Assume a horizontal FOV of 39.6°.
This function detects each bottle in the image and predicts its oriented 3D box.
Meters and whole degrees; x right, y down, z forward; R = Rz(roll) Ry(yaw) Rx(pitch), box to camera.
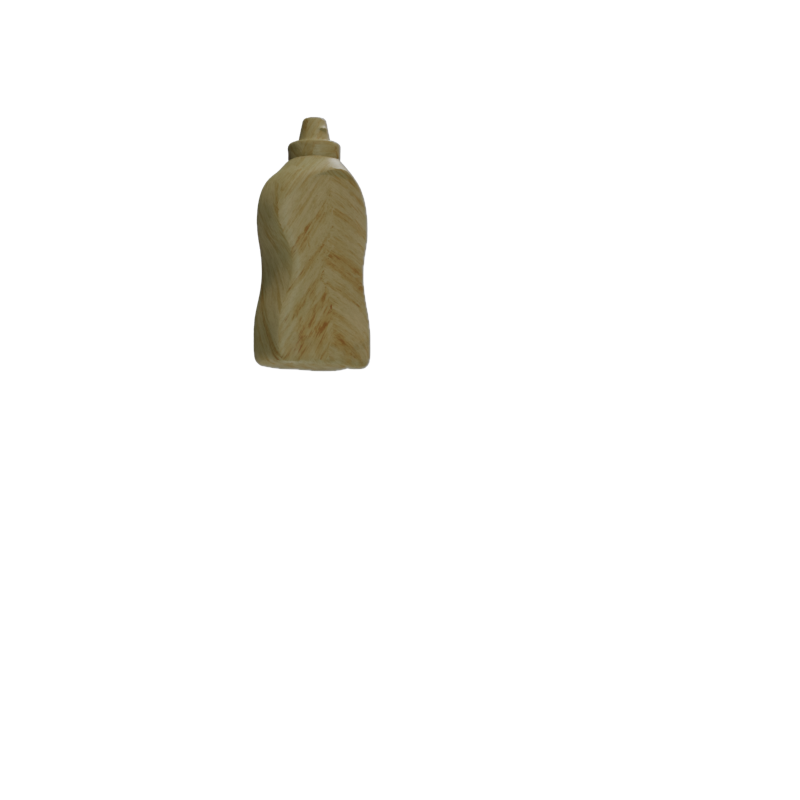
[{"bbox_3d":[-0.065,-0.120,0.841,0.091,0.196,0.060,8,-13,-43],"label":"bottle"}]
